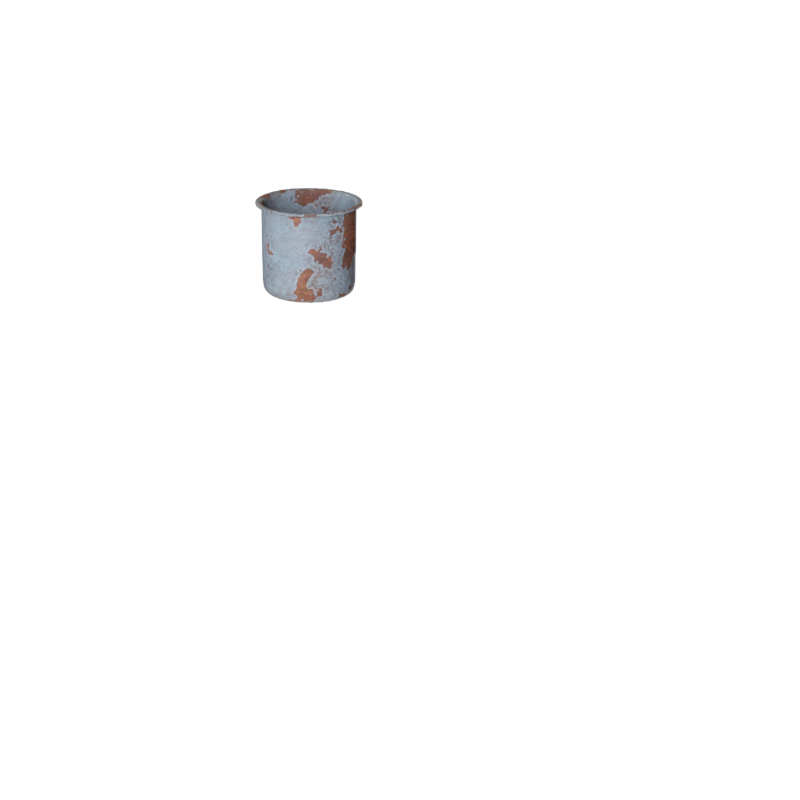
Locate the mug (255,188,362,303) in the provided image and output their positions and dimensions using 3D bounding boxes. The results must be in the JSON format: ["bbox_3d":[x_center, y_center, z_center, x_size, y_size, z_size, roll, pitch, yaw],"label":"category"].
[{"bbox_3d":[-0.077,-0.140,0.978,0.095,0.078,0.120,6,23,14],"label":"mug"}]
